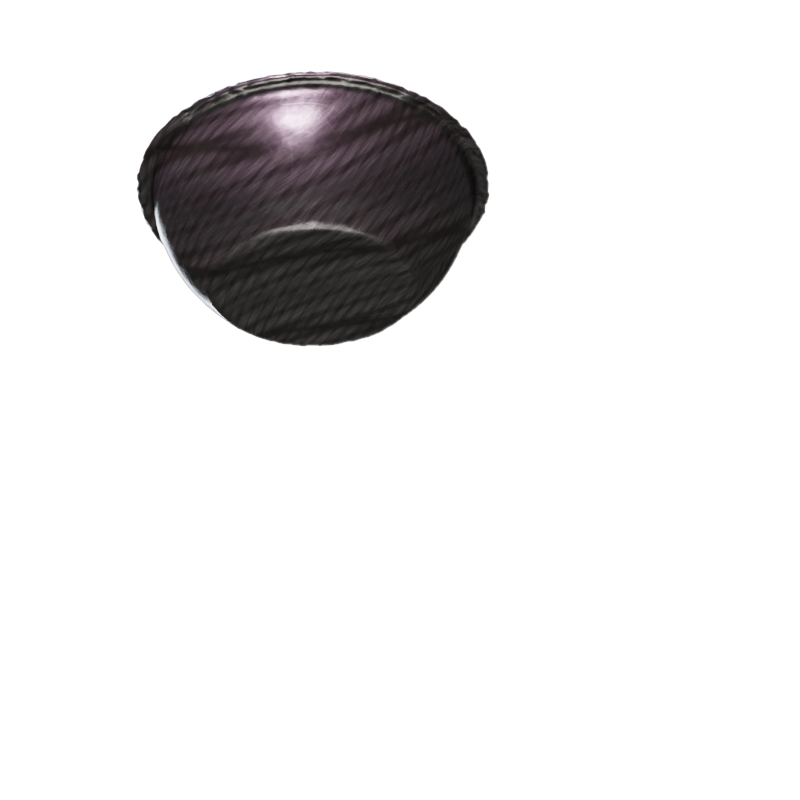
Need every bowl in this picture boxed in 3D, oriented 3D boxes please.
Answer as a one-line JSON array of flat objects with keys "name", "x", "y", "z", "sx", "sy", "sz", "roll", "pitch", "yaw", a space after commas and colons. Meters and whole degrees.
[{"name": "bowl", "x": -0.039, "y": -0.071, "z": 0.498, "sx": 0.162, "sy": 0.059, "sz": 0.152, "roll": 1, "pitch": -33, "yaw": -2}]
